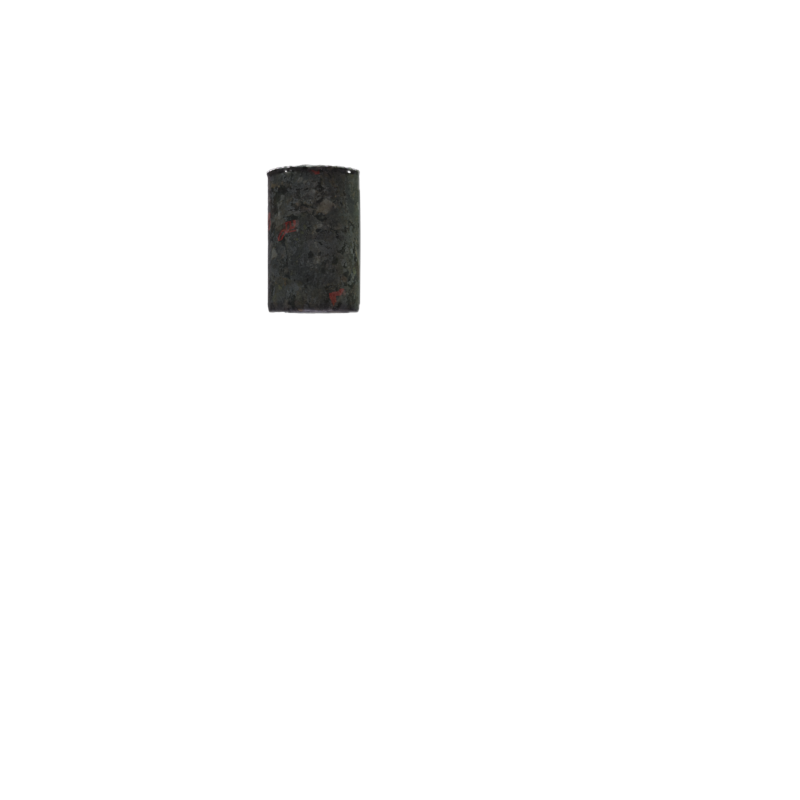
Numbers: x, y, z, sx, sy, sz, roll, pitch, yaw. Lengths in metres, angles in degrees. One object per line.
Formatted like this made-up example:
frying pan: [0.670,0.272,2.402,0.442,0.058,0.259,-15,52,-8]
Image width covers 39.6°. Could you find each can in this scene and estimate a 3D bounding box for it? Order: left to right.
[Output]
can: [-0.063,-0.114,0.799,0.068,0.103,0.068,0,-3,-2]
